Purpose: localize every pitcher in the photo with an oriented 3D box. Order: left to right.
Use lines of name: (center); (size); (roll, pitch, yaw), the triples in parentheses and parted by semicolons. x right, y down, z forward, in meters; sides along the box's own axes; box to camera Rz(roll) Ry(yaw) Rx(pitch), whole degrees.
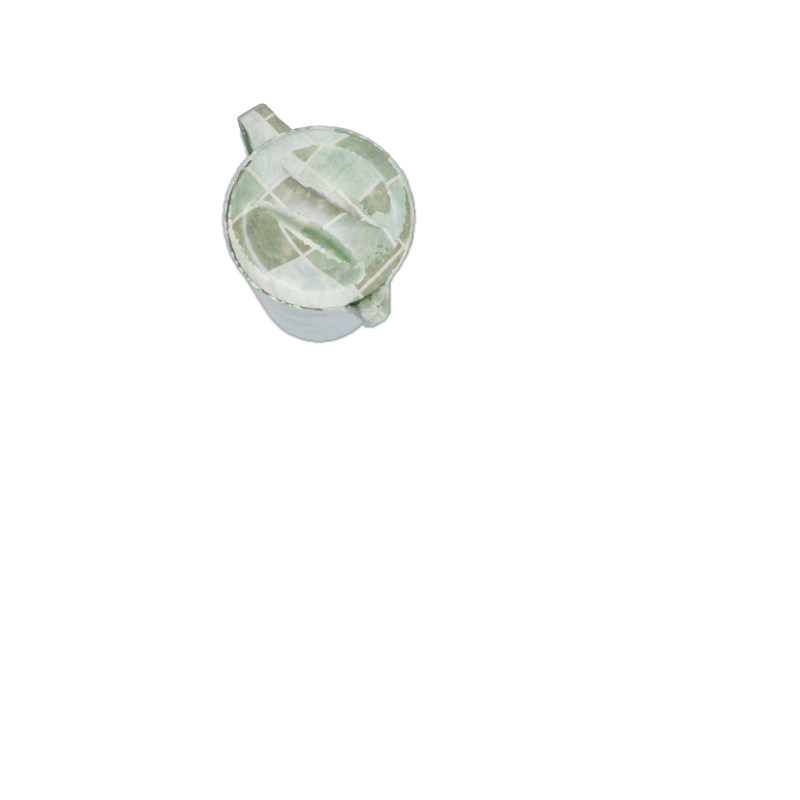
pitcher: (-0.069, -0.125, 0.879); (0.145, 0.153, 0.237); (13, -8, -1)
